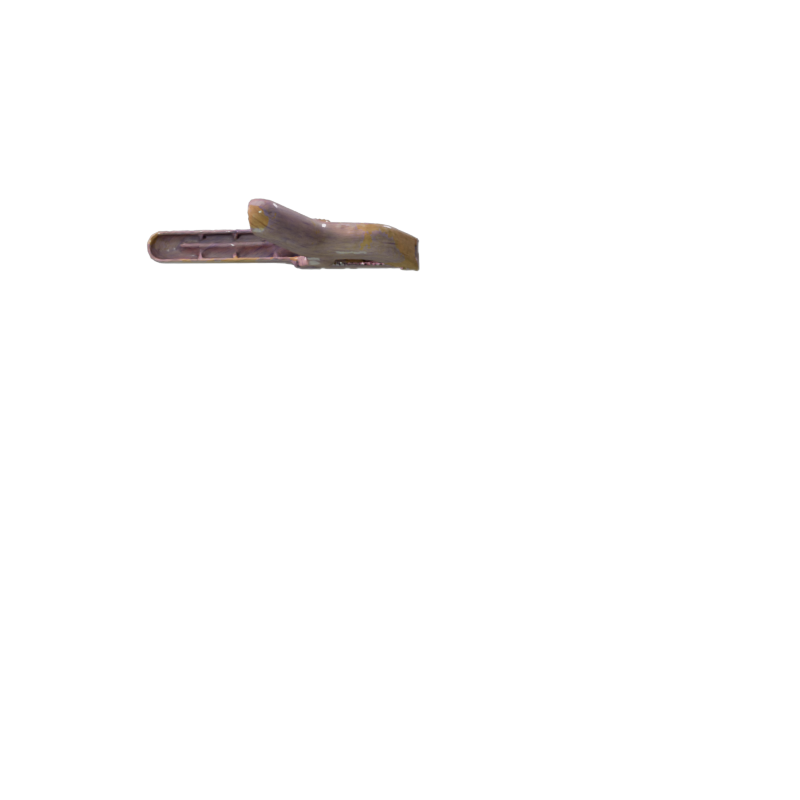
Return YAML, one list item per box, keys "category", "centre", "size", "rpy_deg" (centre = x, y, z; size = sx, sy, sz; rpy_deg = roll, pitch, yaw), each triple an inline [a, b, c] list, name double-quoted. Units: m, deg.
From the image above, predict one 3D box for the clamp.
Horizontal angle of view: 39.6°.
- category: "clamp"
  centre: [-0.065, -0.118, 0.830]
  size: [0.203, 0.037, 0.168]
  rpy_deg: [0, -1, -29]
